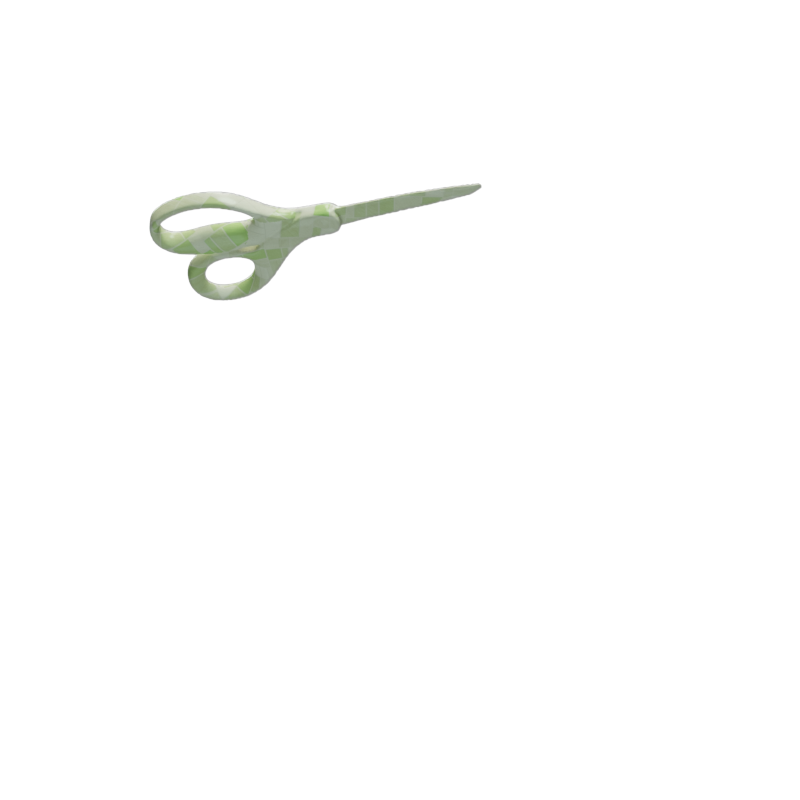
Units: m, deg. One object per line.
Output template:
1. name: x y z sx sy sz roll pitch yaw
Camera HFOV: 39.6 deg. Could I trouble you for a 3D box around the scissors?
1. scissors: -0.054 -0.099 0.693 0.202 0.017 0.089 0 -40 0
